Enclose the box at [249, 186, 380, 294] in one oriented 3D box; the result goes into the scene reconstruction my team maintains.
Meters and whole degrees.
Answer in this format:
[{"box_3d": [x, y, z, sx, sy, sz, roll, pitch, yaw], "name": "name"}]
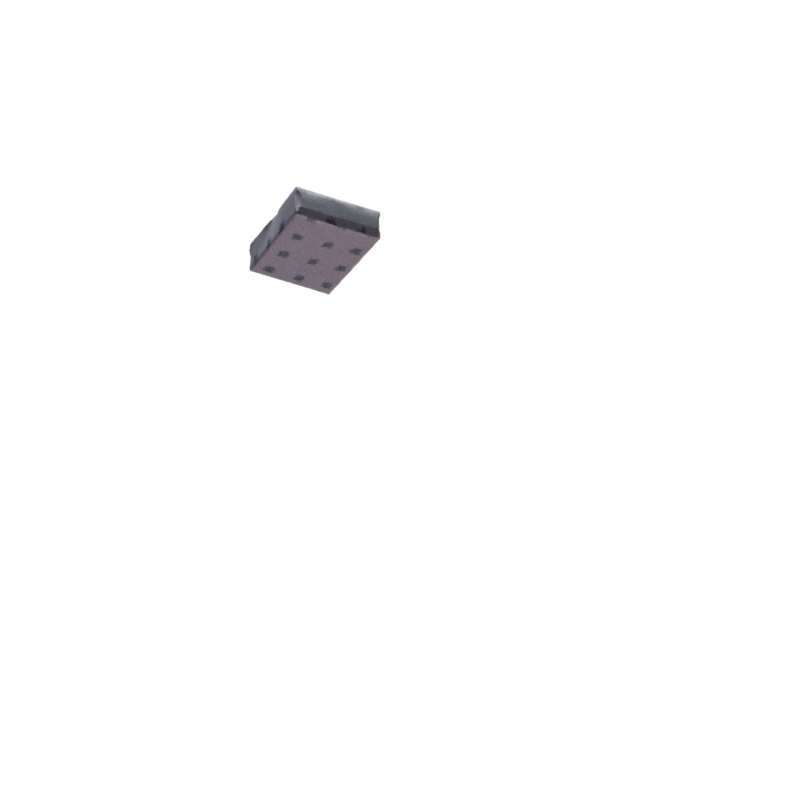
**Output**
[{"box_3d": [-0.068, -0.124, 0.869, 0.070, 0.032, 0.087, 15, -34, -25], "name": "box"}]
